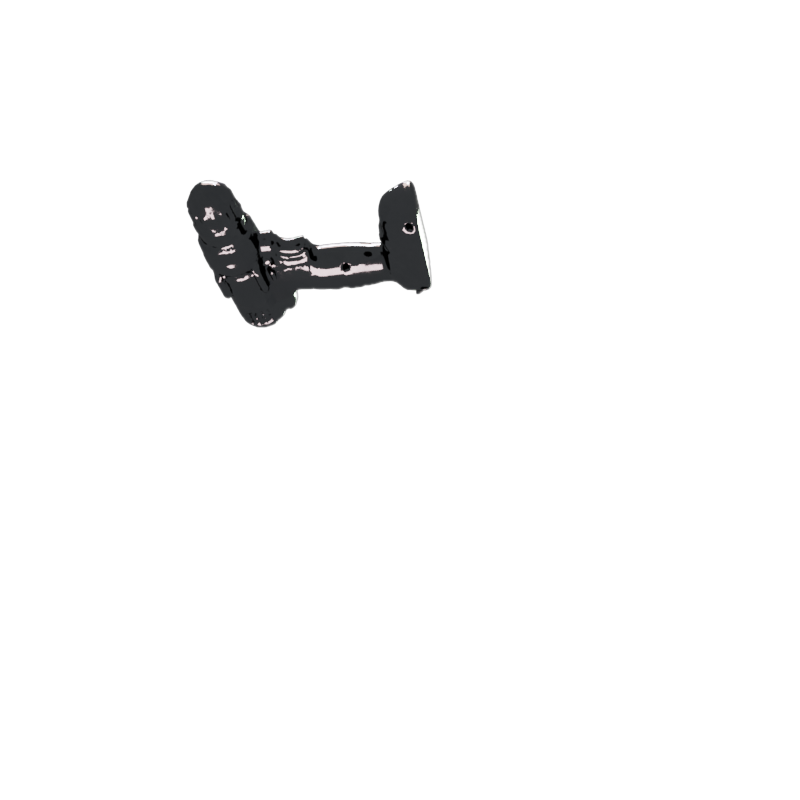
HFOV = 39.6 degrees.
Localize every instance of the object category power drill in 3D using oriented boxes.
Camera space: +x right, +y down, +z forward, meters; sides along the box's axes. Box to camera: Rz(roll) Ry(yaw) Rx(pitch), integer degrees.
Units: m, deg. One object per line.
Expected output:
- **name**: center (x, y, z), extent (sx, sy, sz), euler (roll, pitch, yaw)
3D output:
- **power drill**: center (-0.074, -0.135, 0.944), extent (0.190, 0.061, 0.171), euler (-6, -31, 10)
